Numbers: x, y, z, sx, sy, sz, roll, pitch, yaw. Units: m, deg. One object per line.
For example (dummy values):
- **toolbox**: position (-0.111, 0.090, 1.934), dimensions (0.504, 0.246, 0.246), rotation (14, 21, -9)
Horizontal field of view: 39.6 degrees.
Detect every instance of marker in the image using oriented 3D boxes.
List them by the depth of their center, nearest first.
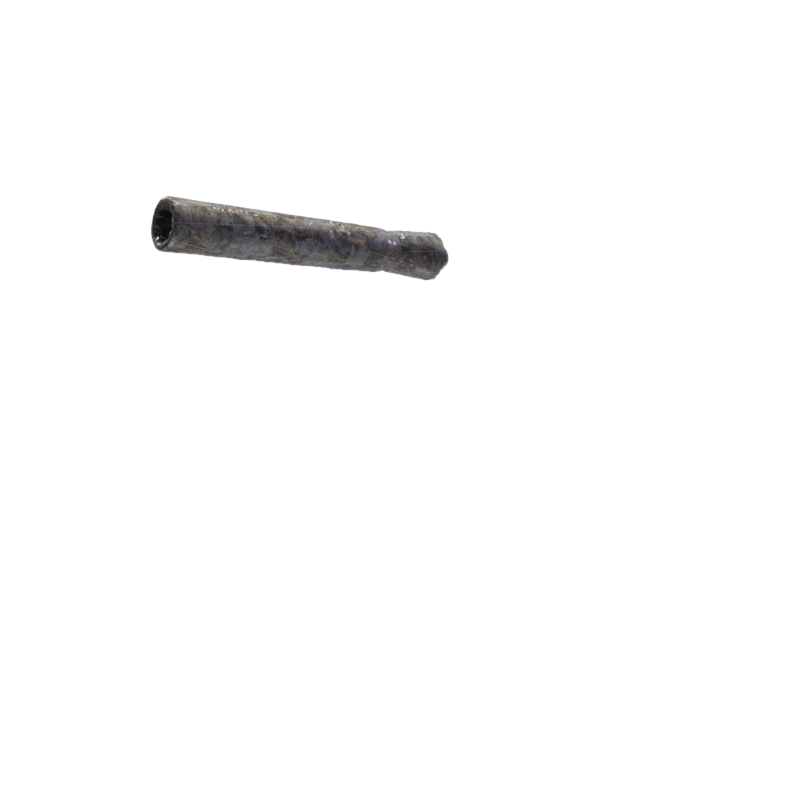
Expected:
- **marker**: position (-0.031, -0.057, 0.402), dimensions (0.116, 0.020, 0.021), rotation (2, 2, -34)
